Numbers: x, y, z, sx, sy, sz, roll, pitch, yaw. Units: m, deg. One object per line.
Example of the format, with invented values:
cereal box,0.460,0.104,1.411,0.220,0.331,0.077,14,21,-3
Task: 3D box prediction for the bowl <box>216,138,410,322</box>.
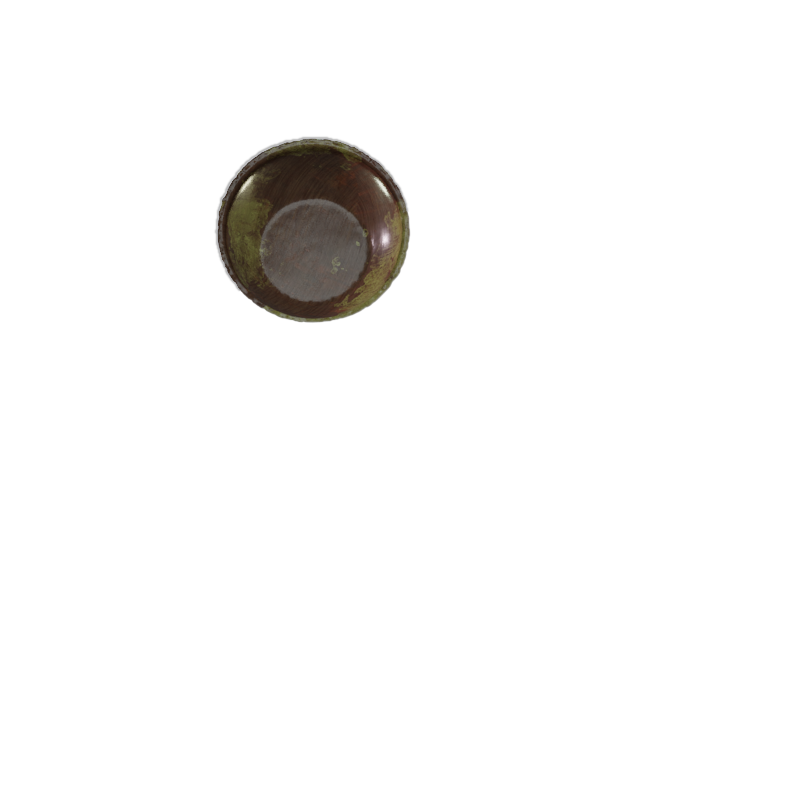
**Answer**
bowl,-0.071,-0.129,0.903,0.162,0.155,0.057,0,19,-1
